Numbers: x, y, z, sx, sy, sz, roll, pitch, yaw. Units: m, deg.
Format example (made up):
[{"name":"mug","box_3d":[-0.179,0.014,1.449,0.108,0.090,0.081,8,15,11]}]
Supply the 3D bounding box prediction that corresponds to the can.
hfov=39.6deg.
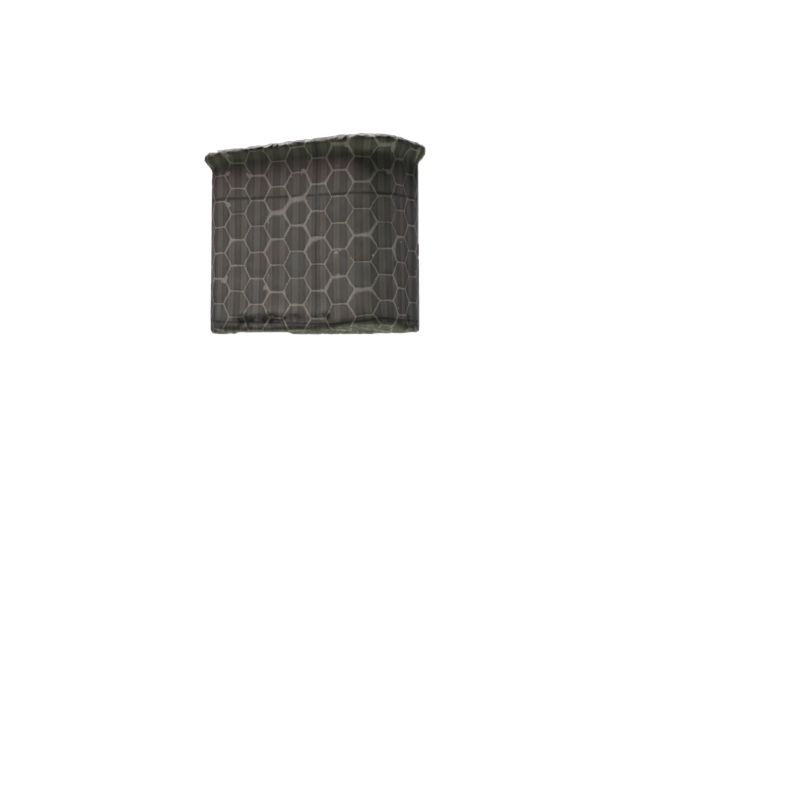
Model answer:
[{"name":"can","box_3d":[-0.040,-0.072,0.507,0.105,0.085,0.055,-1,-3,30]}]
